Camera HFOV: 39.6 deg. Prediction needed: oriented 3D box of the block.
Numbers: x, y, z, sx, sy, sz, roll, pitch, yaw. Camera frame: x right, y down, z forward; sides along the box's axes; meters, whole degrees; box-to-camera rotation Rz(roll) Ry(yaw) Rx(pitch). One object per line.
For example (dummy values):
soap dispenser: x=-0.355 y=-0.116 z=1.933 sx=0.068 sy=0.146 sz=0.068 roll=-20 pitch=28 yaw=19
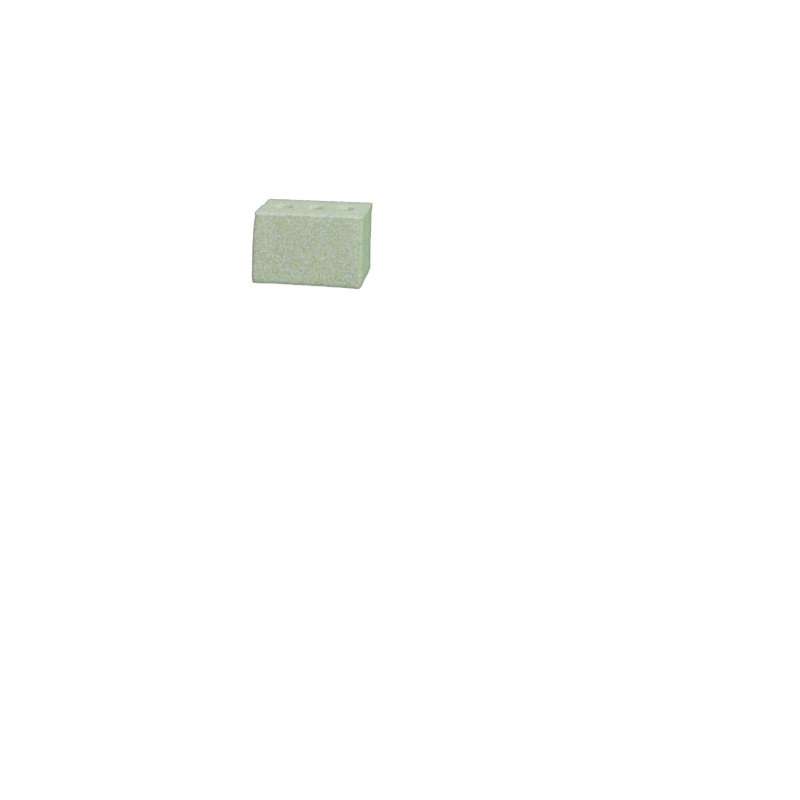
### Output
block: x=-0.061 y=-0.111 z=0.780 sx=0.079 sy=0.049 sz=0.054 roll=3 pitch=19 yaw=8
